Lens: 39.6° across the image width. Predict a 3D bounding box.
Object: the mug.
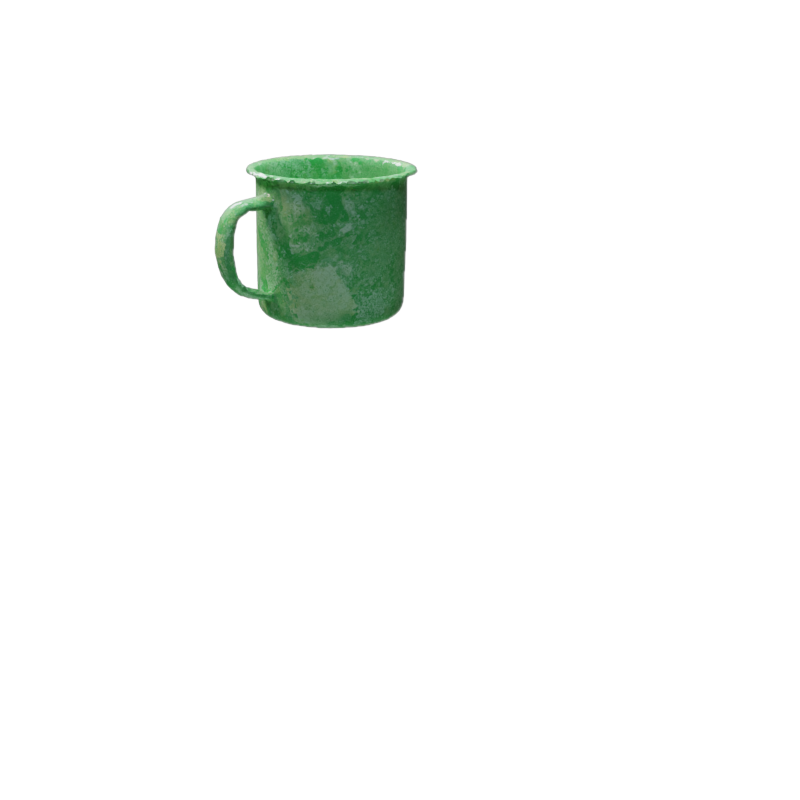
[{"bbox_3d":[-0.047,-0.086,0.604,0.114,0.079,0.099,-13,22,-36],"label":"mug"}]
